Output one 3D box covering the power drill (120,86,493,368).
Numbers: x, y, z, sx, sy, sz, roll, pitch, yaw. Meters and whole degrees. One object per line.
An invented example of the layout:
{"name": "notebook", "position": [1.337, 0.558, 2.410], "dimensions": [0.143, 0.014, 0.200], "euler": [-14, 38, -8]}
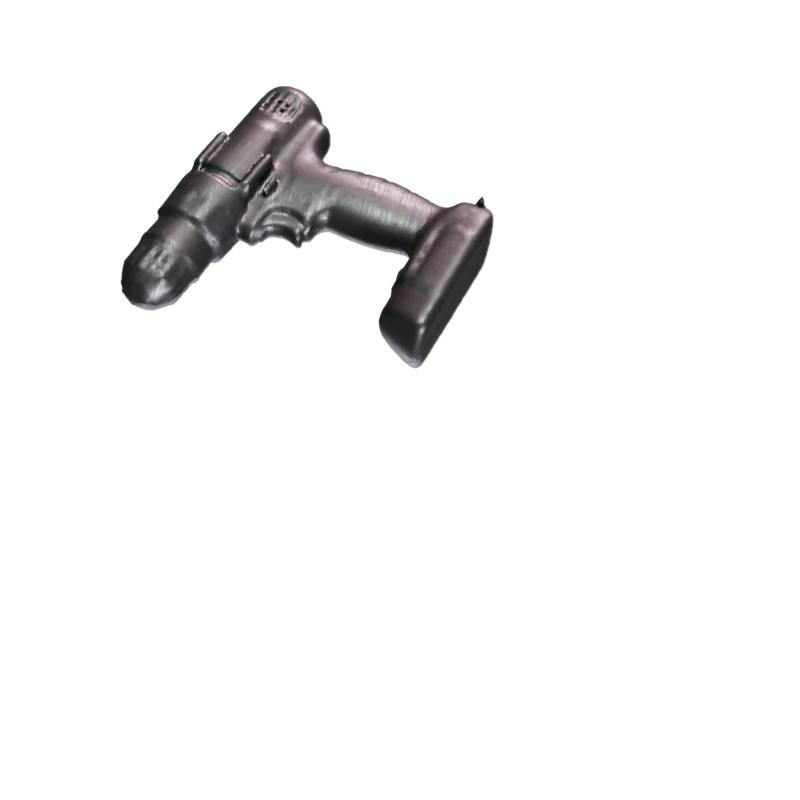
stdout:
{"name": "power drill", "position": [-0.053, -0.097, 0.677], "dimensions": [0.194, 0.190, 0.054], "euler": [28, -27, 15]}
